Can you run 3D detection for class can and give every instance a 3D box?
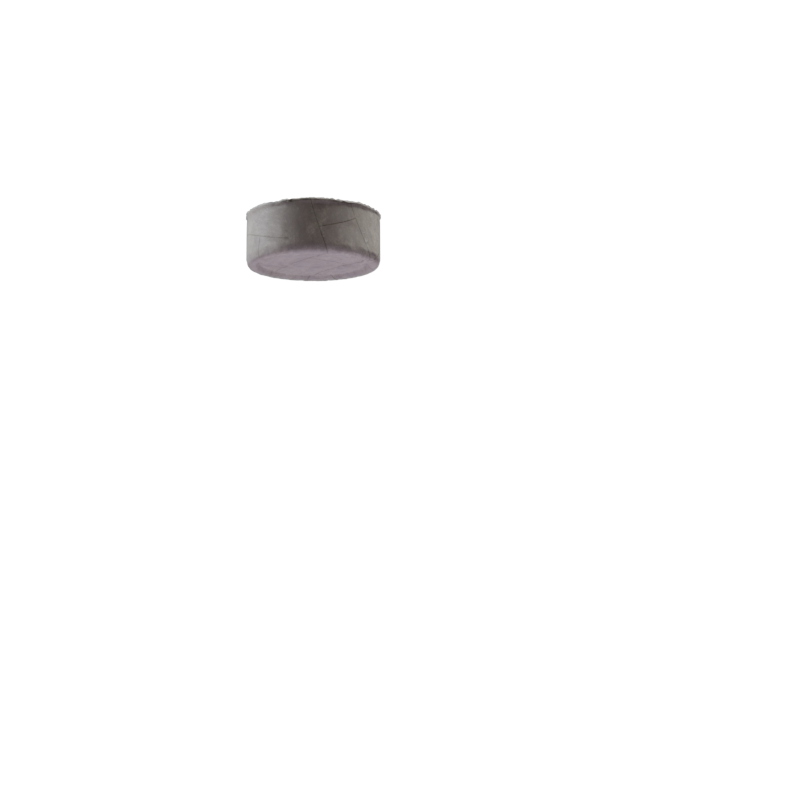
[{"bbox_3d":[-0.055,-0.100,0.701,0.086,0.034,0.084,0,-8,-2],"label":"can"}]
